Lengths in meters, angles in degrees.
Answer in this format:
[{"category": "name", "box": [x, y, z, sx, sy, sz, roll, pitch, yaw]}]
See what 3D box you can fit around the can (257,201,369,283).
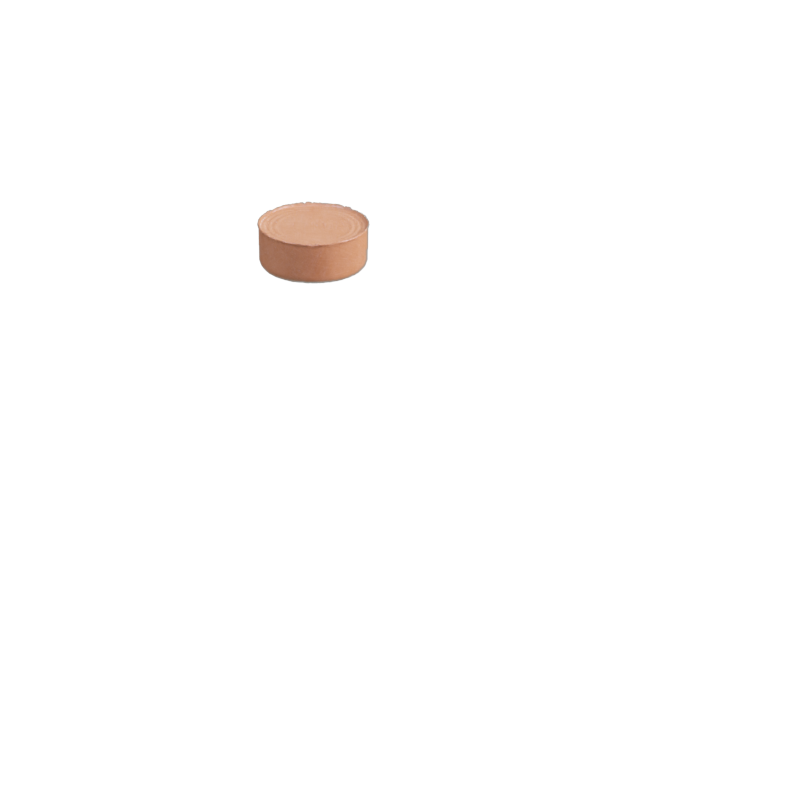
[{"category": "can", "box": [-0.067, -0.122, 0.856, 0.086, 0.032, 0.091, -1, 29, -2]}]
